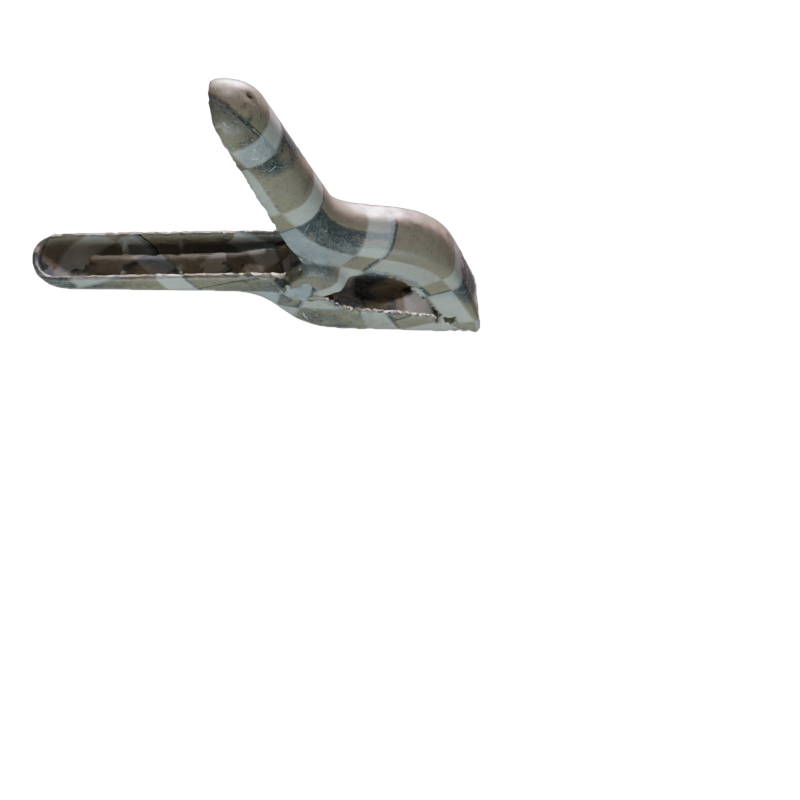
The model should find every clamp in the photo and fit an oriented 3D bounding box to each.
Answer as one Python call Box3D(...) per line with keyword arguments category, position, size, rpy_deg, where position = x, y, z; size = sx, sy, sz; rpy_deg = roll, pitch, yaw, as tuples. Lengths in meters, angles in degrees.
Box3D(category="clamp", position=(-0.039, -0.071, 0.494), size=(0.201, 0.038, 0.163), rpy_deg=(12, -25, -29))
